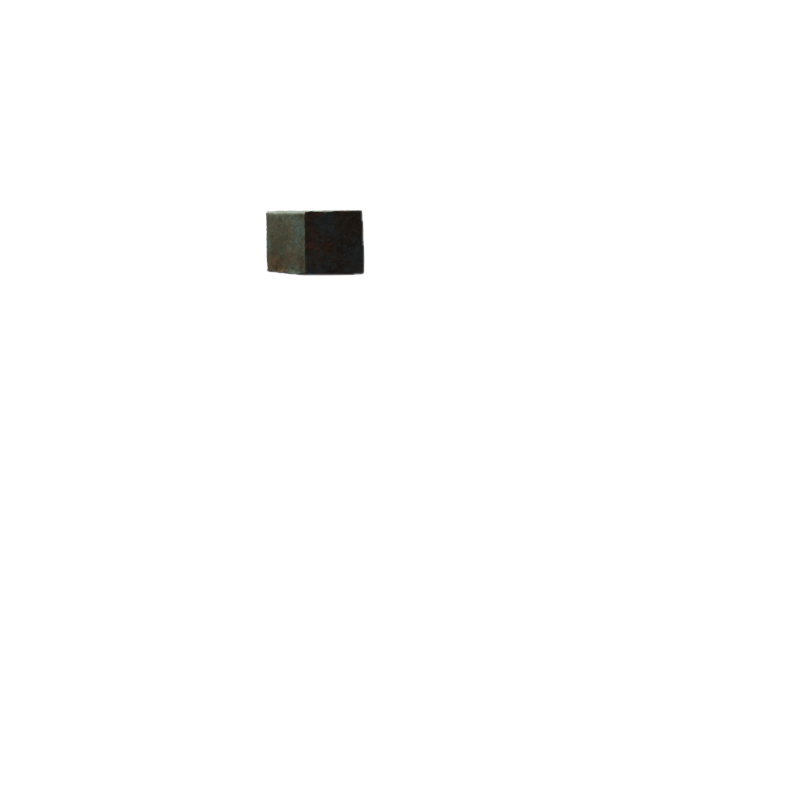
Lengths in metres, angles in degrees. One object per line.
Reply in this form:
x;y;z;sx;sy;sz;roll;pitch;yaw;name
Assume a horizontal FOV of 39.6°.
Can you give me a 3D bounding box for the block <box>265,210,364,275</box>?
-0.070;-0.128;0.896;0.051;0.051;0.081;-3;8;-30;block
